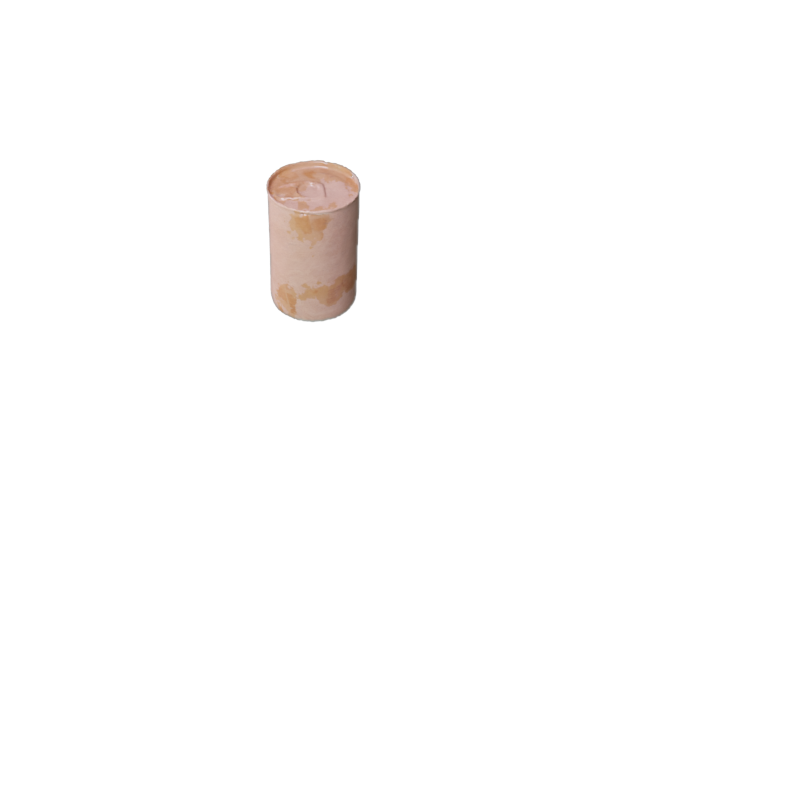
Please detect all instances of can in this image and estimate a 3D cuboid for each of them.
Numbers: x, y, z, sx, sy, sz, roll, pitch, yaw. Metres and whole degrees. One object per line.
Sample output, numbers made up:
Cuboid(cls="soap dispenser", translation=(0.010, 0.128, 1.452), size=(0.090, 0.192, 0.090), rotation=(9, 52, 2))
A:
Cuboid(cls="can", translation=(-0.065, -0.118, 0.825), size=(0.068, 0.095, 0.073), rotation=(0, 40, -3))
